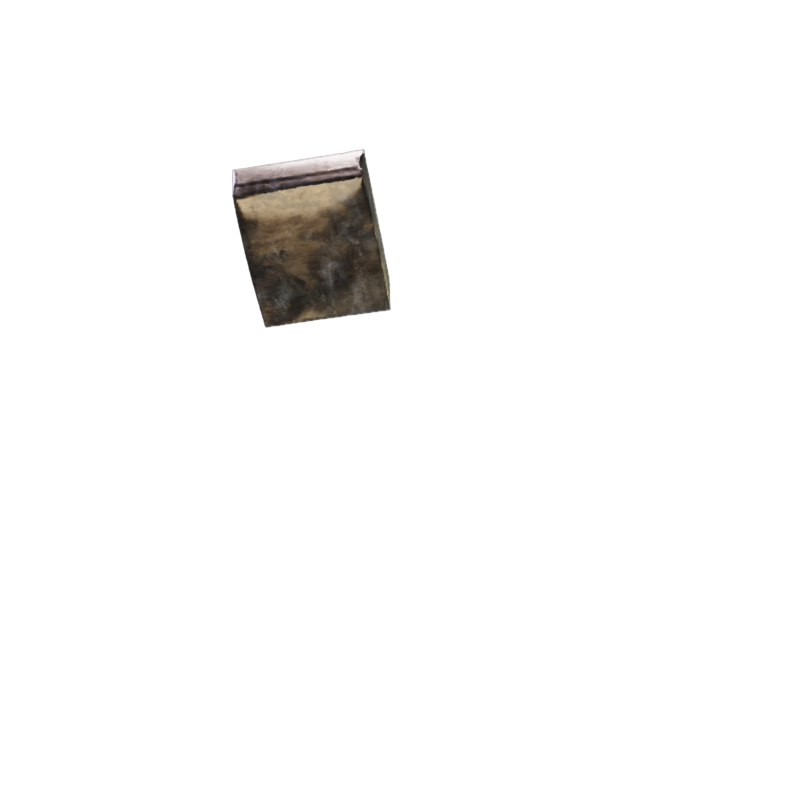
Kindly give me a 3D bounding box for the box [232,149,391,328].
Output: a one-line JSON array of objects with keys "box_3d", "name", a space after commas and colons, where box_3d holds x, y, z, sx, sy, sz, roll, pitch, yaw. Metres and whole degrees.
[{"box_3d": [-0.058, -0.106, 0.741, 0.090, 0.105, 0.042, -8, 38, 5], "name": "box"}]
